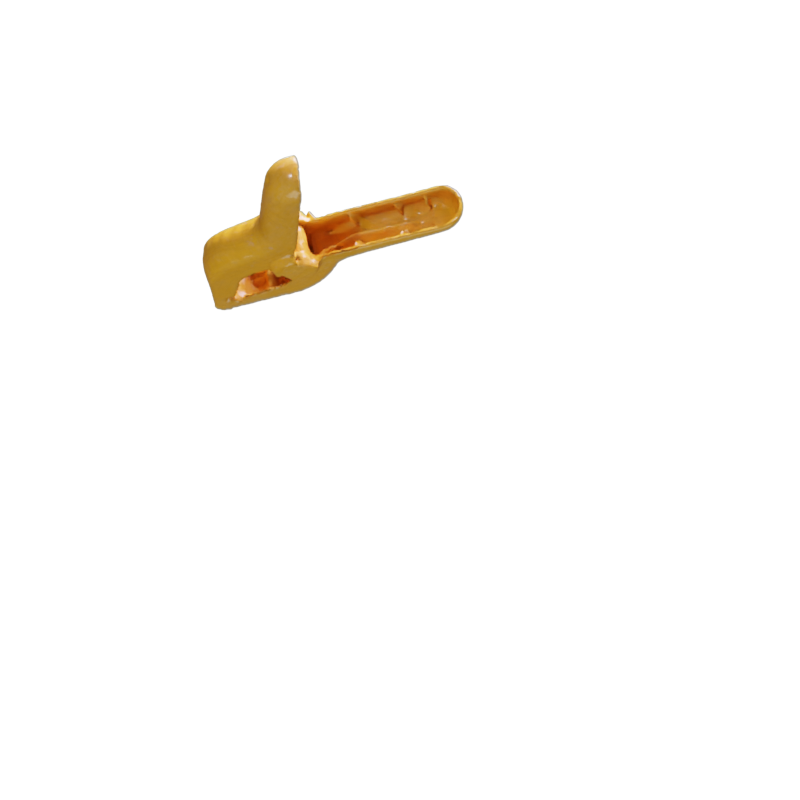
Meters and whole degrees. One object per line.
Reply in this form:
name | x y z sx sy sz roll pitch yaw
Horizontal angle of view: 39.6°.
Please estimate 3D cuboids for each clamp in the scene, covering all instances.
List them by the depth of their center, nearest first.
clamp | -0.049 -0.089 0.627 0.115 0.041 0.171 8 -16 -28
